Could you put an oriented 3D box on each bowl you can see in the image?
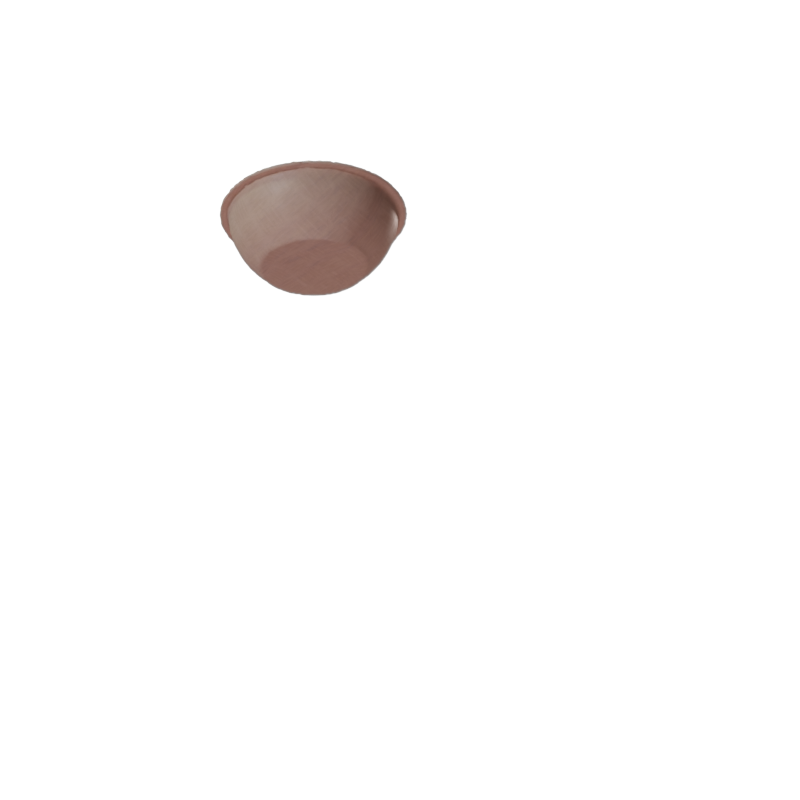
[{"bbox_3d":[-0.074,-0.135,0.947,0.162,0.059,0.152,1,-28,-2],"label":"bowl"}]
